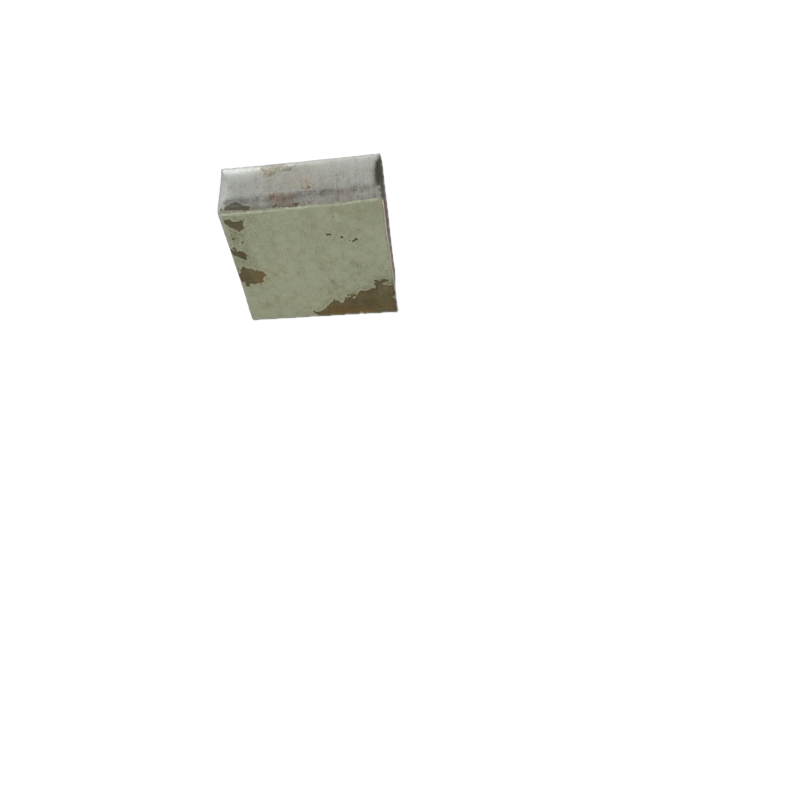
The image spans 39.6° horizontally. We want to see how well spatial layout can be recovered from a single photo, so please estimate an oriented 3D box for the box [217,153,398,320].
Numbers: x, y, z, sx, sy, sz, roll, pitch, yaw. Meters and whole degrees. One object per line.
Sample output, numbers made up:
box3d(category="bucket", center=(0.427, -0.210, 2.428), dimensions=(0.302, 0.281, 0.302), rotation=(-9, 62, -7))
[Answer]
box3d(category="box", center=(-0.041, -0.074, 0.520), dimensions=(0.073, 0.032, 0.083), rotation=(-4, -33, 5))
